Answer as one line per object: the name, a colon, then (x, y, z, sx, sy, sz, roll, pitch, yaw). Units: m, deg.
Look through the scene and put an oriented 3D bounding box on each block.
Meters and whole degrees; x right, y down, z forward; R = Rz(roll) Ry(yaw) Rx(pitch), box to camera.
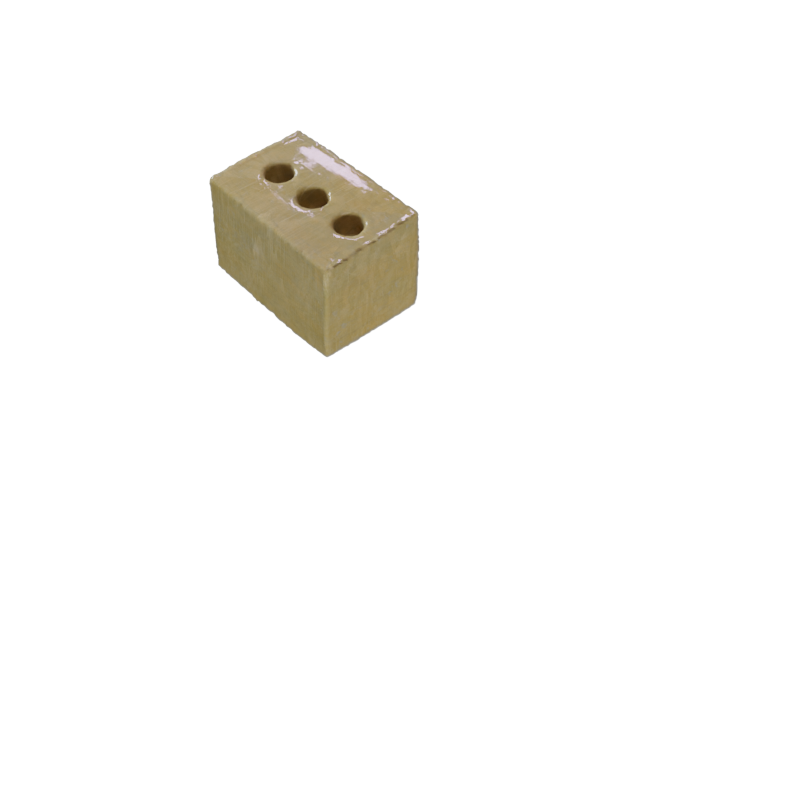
block: (-0.037, -0.067, 0.472, 0.053, 0.048, 0.083, -33, 55, -29)
